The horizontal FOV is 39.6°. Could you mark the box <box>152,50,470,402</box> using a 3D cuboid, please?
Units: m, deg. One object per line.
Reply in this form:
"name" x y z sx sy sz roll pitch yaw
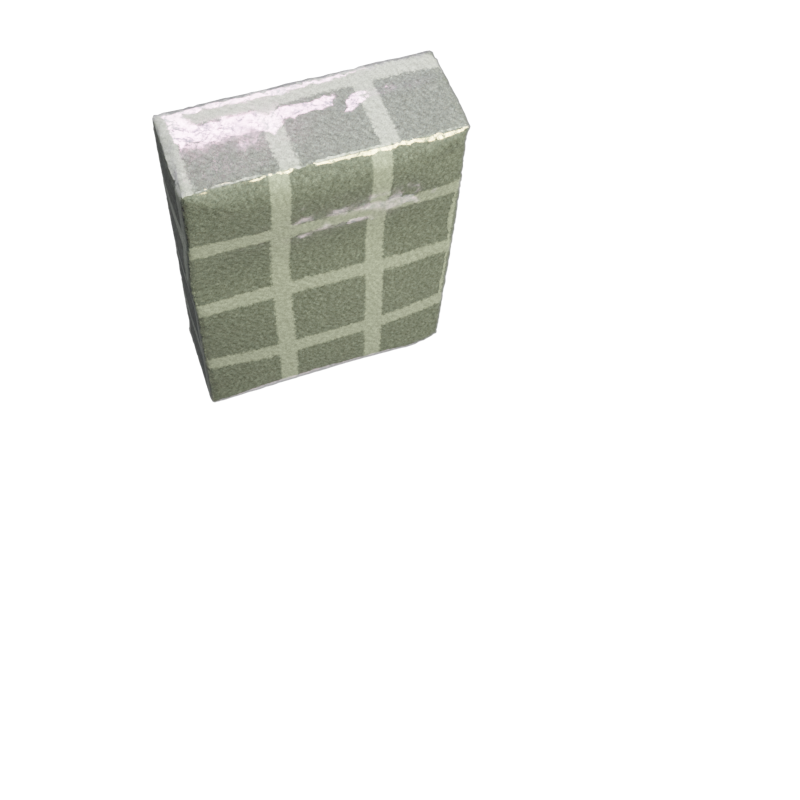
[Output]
"box" -0.053 -0.096 0.674 0.163 0.077 0.200 -16 -29 -12
